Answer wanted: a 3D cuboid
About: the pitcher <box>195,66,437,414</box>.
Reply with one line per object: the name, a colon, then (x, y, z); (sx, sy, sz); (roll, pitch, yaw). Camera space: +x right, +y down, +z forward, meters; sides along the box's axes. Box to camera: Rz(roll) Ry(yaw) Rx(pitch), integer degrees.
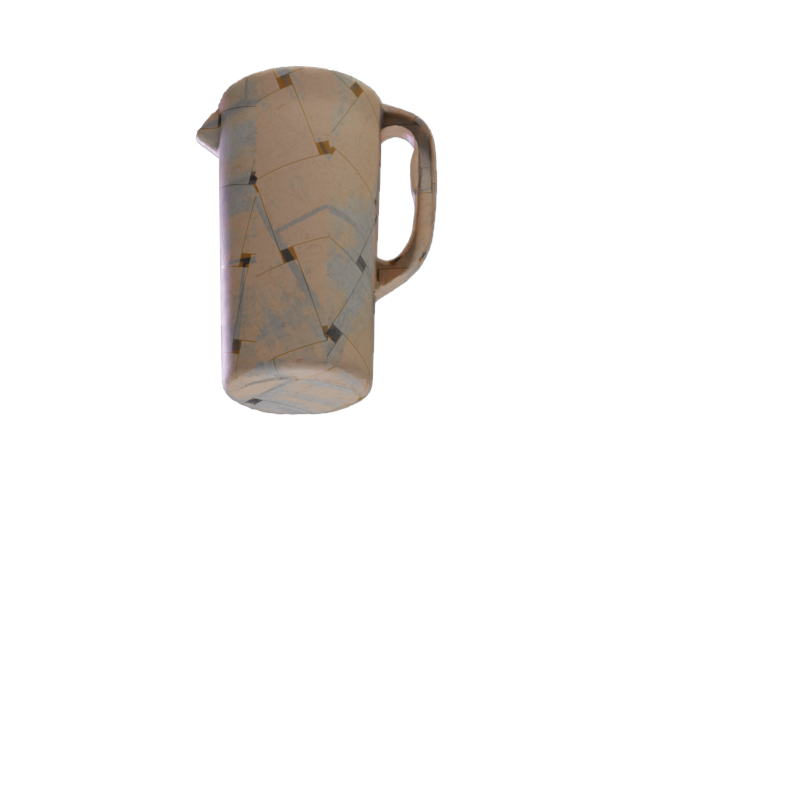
pitcher: (-0.065, -0.119, 0.834); (0.137, 0.256, 0.150); (18, -29, -39)
